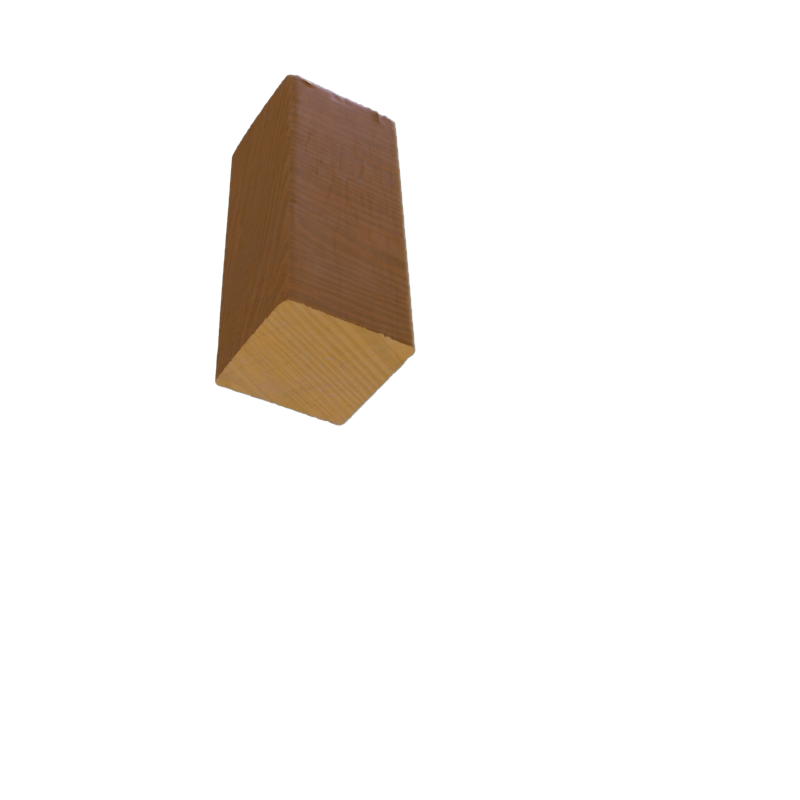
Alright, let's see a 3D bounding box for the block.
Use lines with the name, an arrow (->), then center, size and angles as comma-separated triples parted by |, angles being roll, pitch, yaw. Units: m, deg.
block -> -0.056, -0.103, 0.718 | 0.087, 0.221, 0.088 | 20, -46, -25
